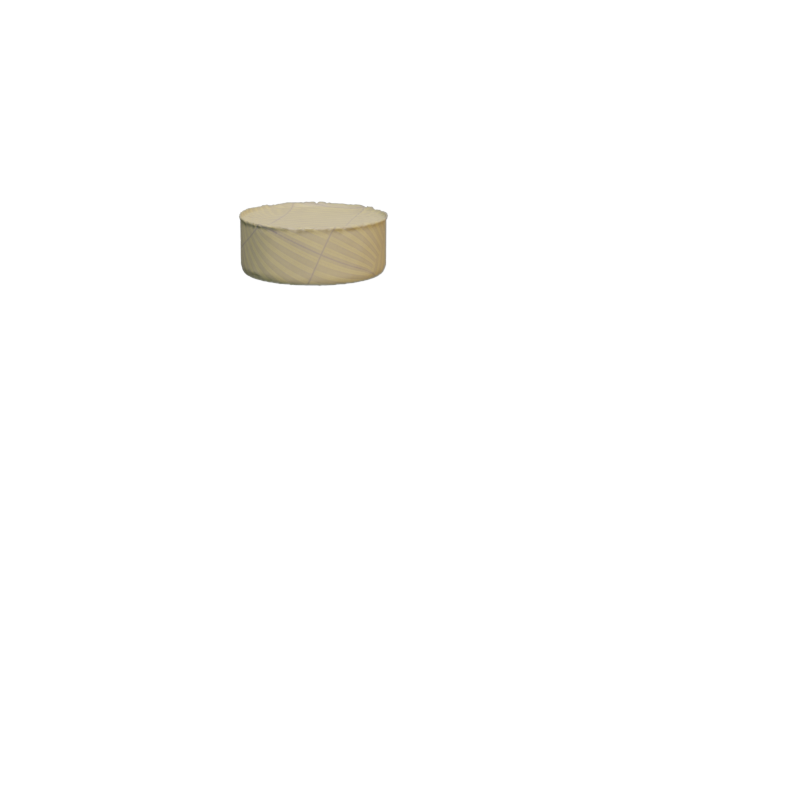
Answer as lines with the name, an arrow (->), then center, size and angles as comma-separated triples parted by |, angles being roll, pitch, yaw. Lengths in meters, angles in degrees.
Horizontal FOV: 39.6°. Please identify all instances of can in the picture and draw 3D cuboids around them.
can -> -0.050, -0.092, 0.642 | 0.086, 0.032, 0.089 | -1, 18, -2
